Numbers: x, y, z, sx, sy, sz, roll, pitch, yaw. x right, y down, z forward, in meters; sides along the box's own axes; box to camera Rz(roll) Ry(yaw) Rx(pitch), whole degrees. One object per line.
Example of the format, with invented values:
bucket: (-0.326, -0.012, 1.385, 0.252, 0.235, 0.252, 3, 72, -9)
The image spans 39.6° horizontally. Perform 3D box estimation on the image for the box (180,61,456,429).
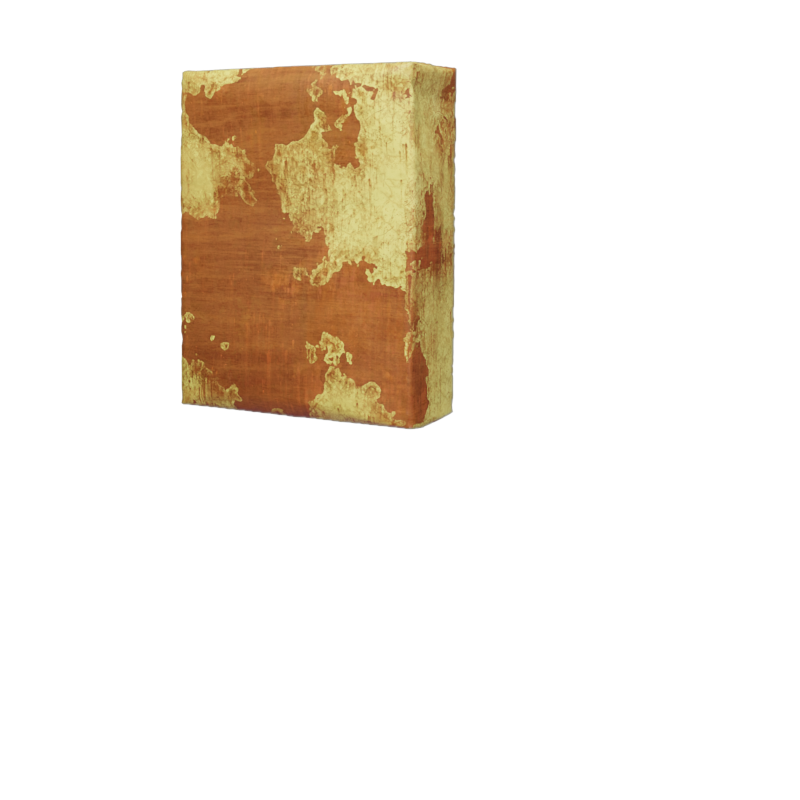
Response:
box: (-0.054, -0.098, 0.684, 0.170, 0.211, 0.070, 4, 6, 28)
